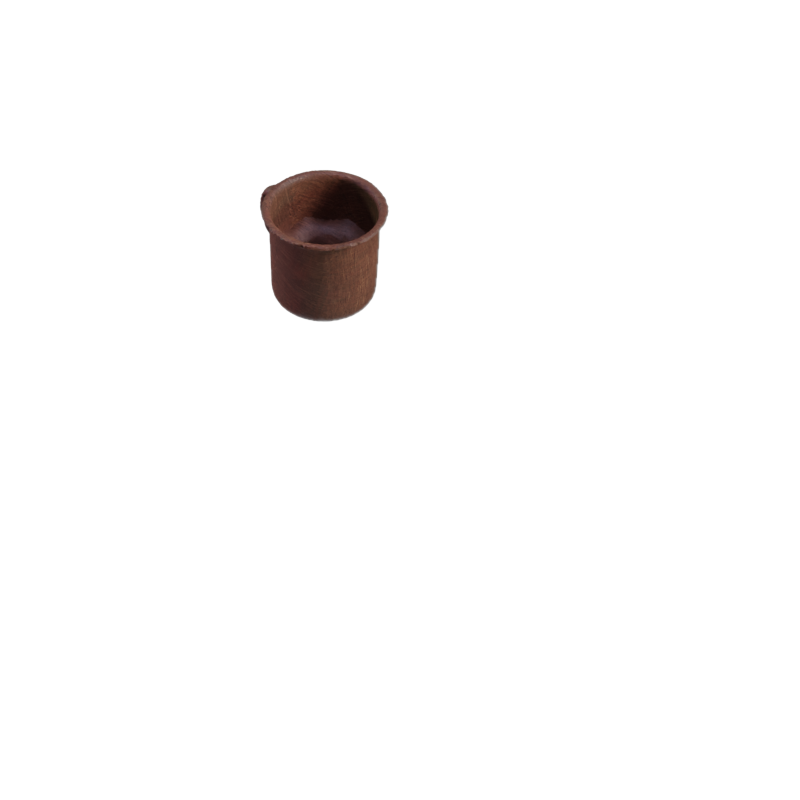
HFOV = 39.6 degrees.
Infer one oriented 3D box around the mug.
[{"bbox_3d":[-0.066,-0.120,0.842,0.125,0.076,0.094,35,53,30],"label":"mug"}]
